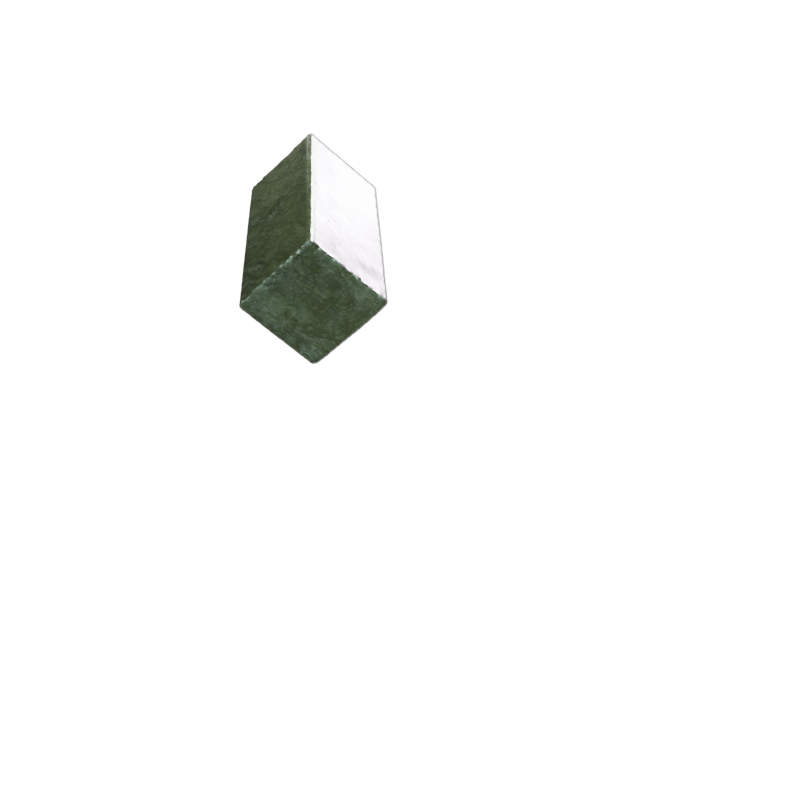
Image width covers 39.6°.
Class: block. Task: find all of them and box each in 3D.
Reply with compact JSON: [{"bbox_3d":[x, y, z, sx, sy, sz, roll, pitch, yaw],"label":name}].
[{"bbox_3d":[-0.078,-0.141,0.992,0.086,0.089,0.220,38,25,-26],"label":"block"}]
